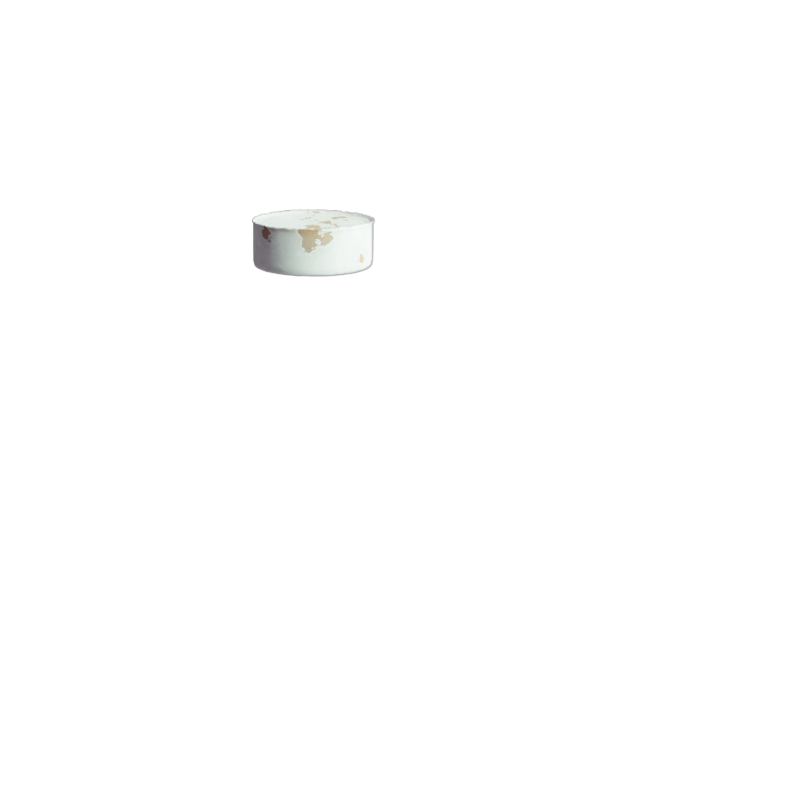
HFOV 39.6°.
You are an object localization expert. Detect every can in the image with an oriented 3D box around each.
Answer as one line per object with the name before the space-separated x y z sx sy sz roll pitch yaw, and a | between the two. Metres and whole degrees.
can | -0.061 -0.111 0.775 0.086 0.032 0.089 -1 17 -2
